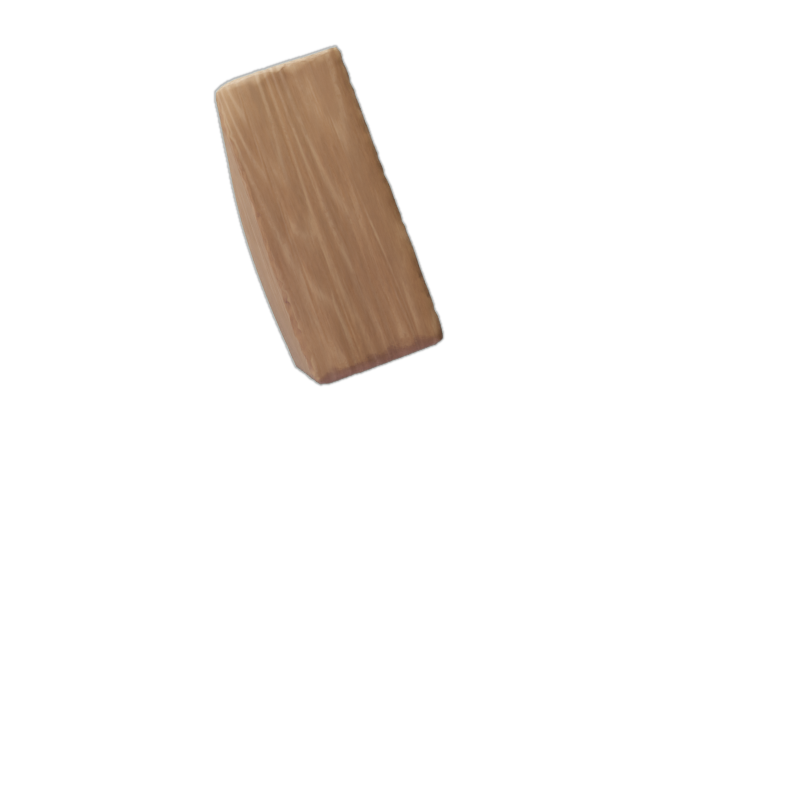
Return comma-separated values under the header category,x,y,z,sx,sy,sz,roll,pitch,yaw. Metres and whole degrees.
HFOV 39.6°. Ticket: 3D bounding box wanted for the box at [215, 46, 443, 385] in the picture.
category,x,y,z,sx,sy,sz,roll,pitch,yaw
box,-0.032,-0.057,0.399,0.048,0.094,0.176,-20,2,-3
